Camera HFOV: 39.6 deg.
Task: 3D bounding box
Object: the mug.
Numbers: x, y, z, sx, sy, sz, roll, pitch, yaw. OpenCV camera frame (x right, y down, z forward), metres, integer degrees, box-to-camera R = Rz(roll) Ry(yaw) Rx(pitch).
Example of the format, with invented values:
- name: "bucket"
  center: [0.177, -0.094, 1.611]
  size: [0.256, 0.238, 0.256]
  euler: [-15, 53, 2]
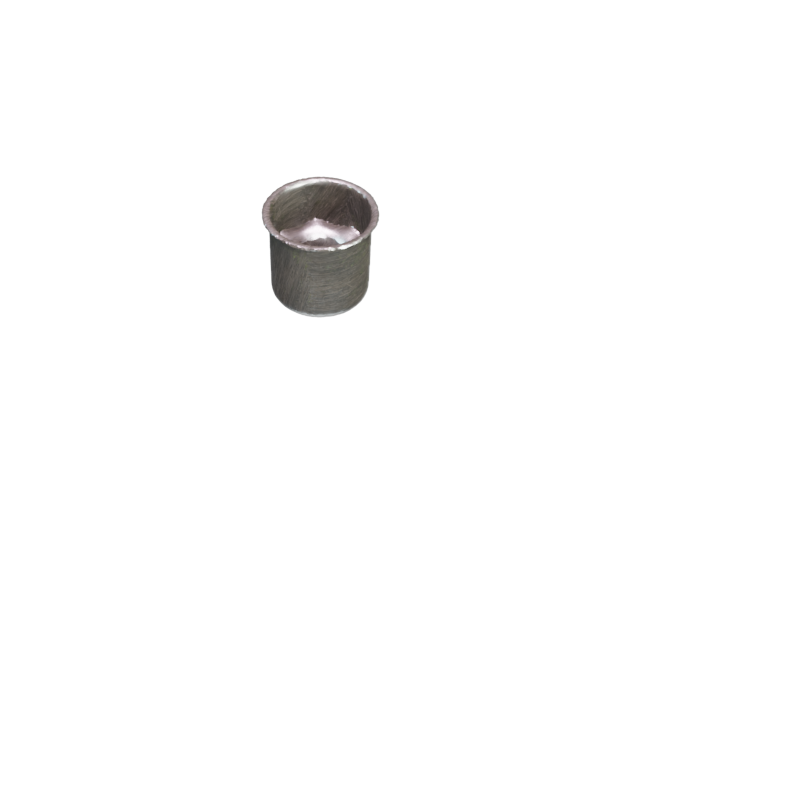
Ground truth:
- name: "mug"
  center: [-0.071, -0.130, 0.909]
  size: [0.092, 0.076, 0.127]
  euler: [-21, 49, -22]
